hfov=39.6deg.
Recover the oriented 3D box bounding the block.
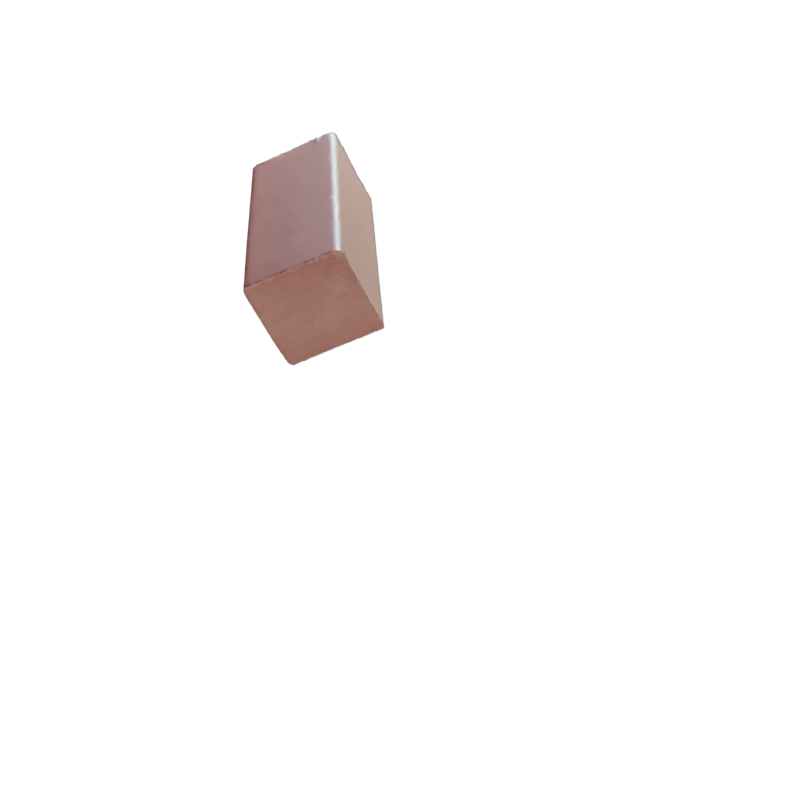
[{"bbox_3d":[-0.078,-0.141,0.984,0.091,0.084,0.221,-22,36,13],"label":"block"}]
